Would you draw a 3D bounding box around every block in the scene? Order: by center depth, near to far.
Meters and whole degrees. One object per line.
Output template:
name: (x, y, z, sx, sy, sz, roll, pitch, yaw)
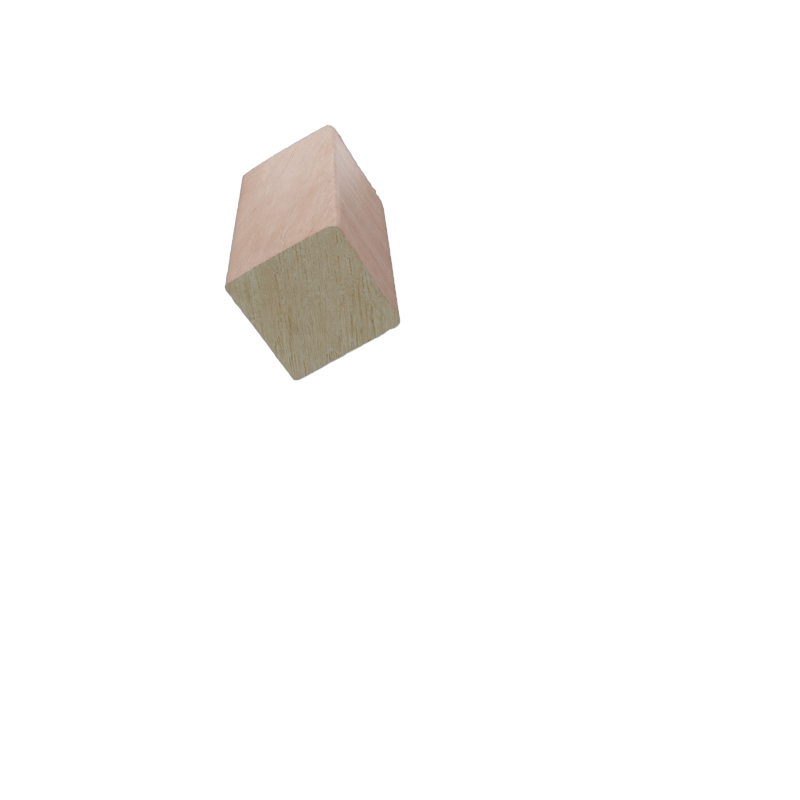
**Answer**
block: (-0.065, -0.120, 0.838, 0.090, 0.085, 0.219, -29, 28, 12)
